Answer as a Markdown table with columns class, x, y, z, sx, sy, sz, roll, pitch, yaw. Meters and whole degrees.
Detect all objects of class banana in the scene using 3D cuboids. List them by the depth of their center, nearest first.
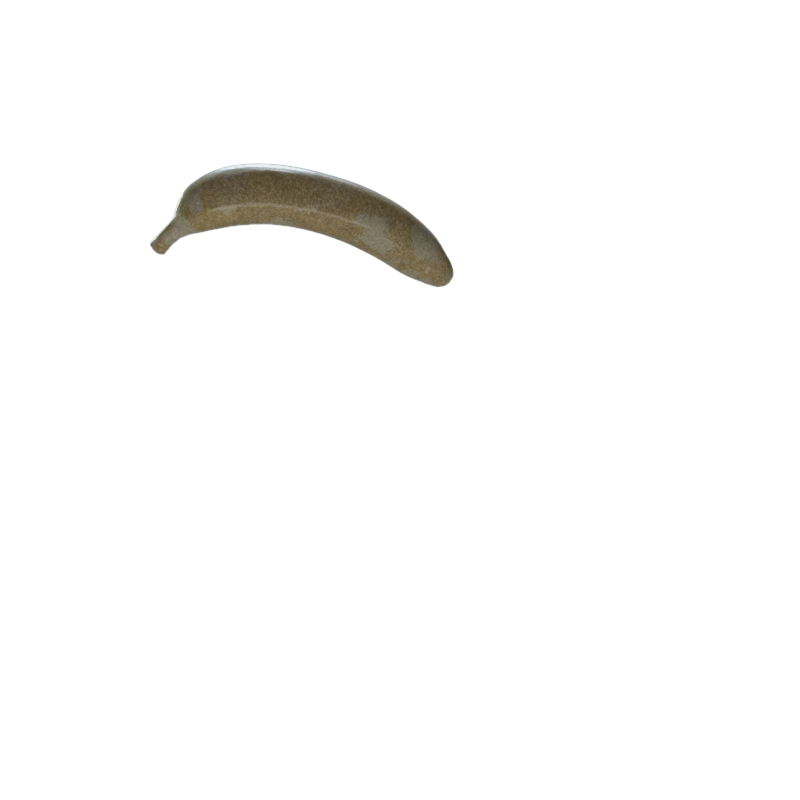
| class | x | y | z | sx | sy | sz | roll | pitch | yaw |
| --- | --- | --- | --- | --- | --- | --- | --- | --- | --- |
| banana | -0.055 | -0.114 | 0.702 | 0.195 | 0.039 | 0.066 | 7 | -43 | -8 |
